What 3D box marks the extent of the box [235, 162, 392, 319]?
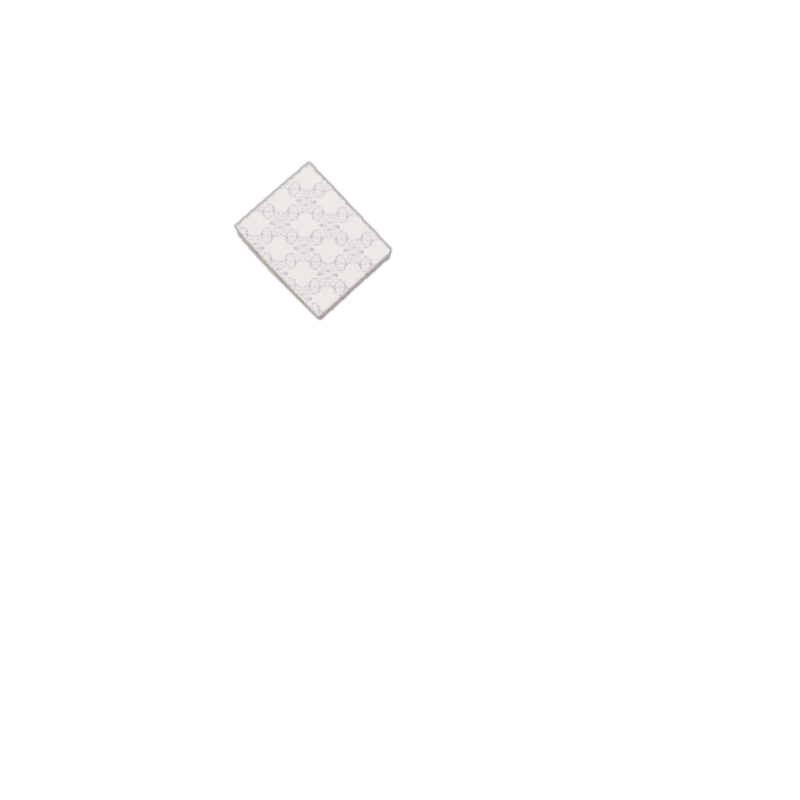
[{"bbox_3d":[-0.078,-0.142,0.992,0.090,0.116,0.038,-42,-8,-7],"label":"box"}]
